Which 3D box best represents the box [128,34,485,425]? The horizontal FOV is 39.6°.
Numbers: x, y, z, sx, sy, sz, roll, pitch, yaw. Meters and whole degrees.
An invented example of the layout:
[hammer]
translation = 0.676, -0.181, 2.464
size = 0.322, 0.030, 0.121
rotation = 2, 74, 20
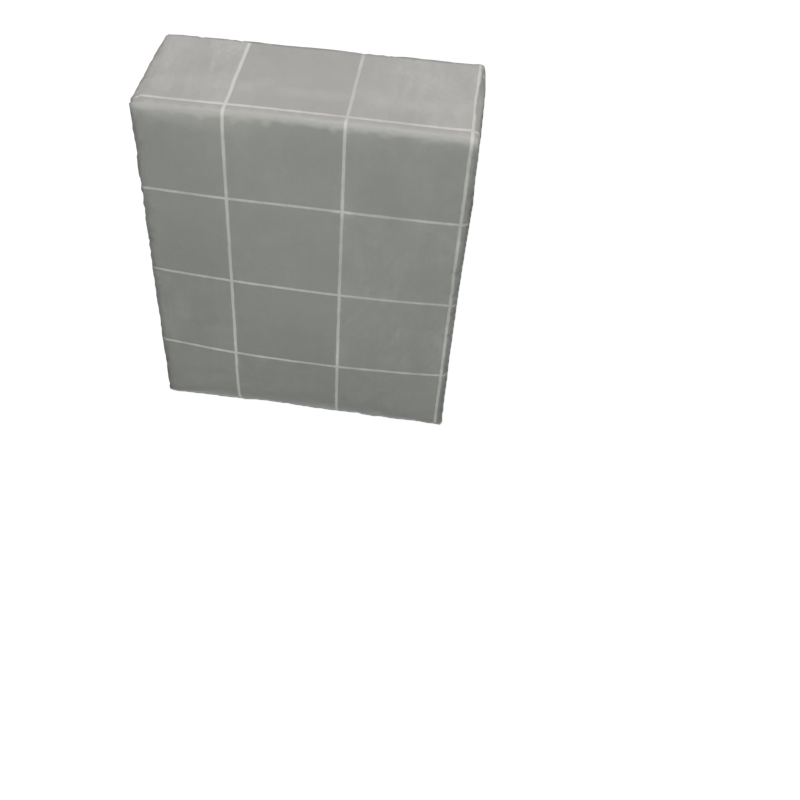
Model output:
[box]
translation = -0.047, -0.085, 0.596
size = 0.166, 0.076, 0.199
rotation = 8, -42, 5
